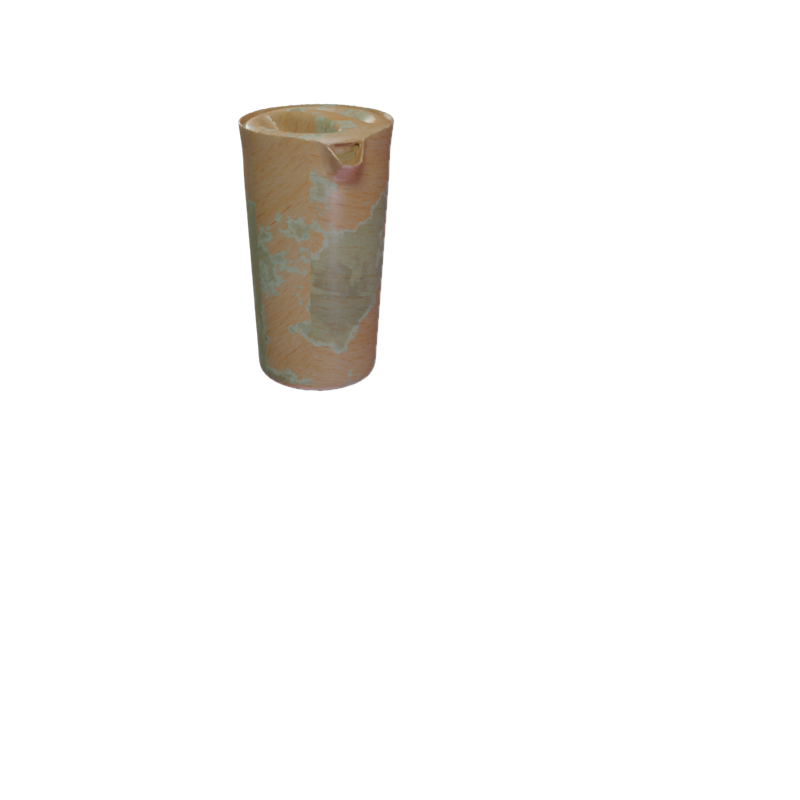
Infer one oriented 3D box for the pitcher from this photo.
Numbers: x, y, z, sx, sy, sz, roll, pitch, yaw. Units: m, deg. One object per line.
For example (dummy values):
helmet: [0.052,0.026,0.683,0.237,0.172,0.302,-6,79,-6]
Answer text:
pitcher: [-0.078,-0.142,0.994,0.150,0.232,0.151,9,23,19]
